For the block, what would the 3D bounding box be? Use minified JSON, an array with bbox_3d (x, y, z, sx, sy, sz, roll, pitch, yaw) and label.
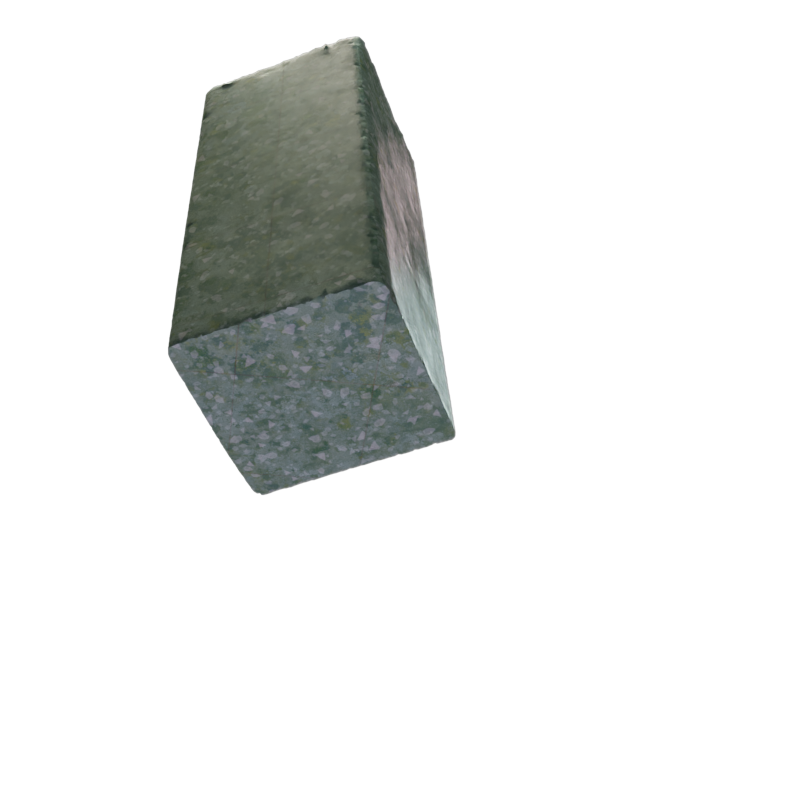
[{"bbox_3d":[-0.041,-0.073,0.512,0.091,0.083,0.221,-18,39,11],"label":"block"}]
